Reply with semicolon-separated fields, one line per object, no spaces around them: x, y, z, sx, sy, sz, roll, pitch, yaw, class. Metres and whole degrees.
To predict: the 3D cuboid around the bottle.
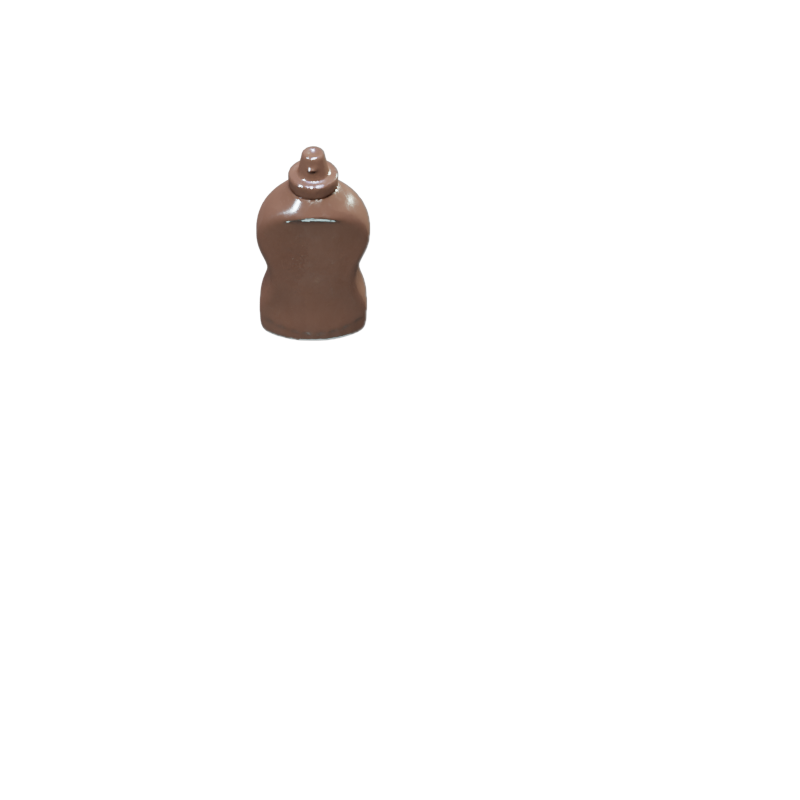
-0.074;-0.135;0.946;0.096;0.179;0.063;2;45;-1;bottle
